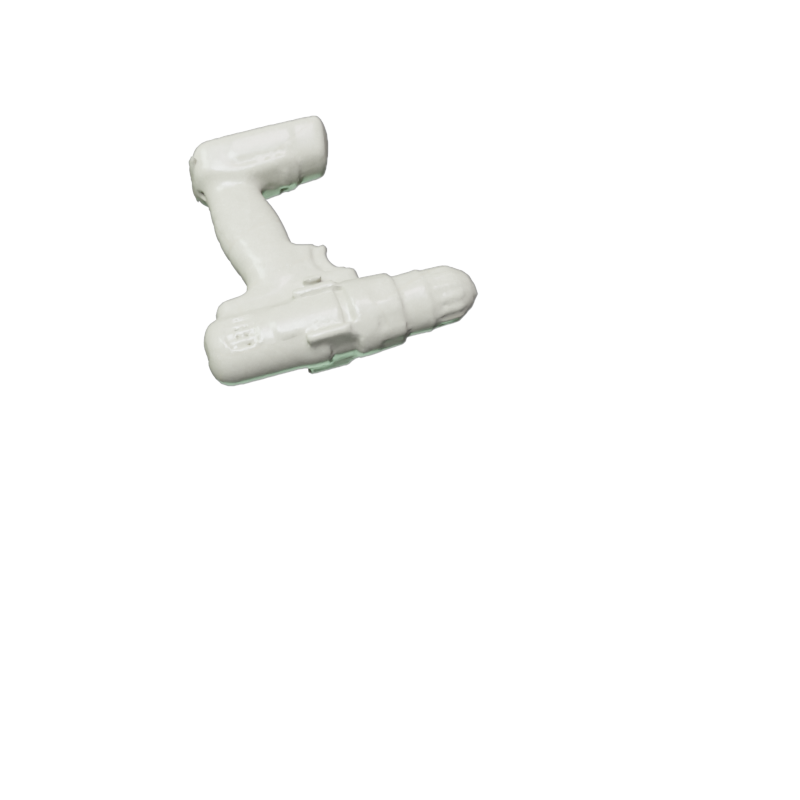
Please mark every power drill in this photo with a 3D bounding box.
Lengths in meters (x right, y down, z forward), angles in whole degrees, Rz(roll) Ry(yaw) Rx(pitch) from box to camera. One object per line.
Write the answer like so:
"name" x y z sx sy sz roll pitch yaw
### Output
"power drill" -0.060 -0.110 0.768 0.183 0.202 0.054 -15 -33 -10
